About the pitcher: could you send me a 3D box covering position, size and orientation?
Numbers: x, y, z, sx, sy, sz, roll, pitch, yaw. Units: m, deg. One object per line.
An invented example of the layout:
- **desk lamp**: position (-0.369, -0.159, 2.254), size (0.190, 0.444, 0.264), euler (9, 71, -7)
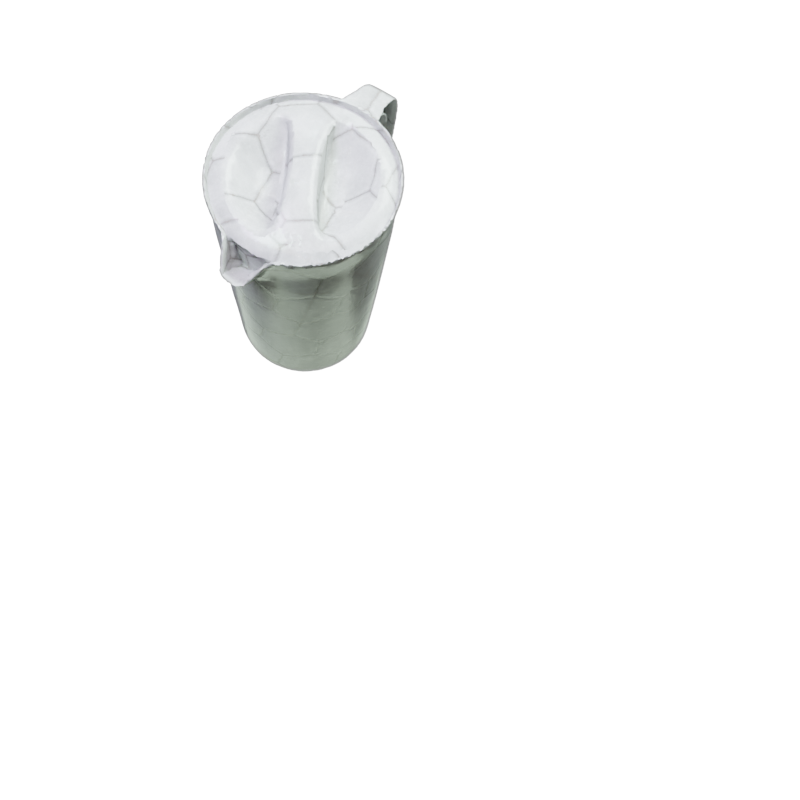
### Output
- **pitcher**: position (-0.065, -0.119, 0.834), size (0.148, 0.153, 0.231), euler (-11, -20, -7)
